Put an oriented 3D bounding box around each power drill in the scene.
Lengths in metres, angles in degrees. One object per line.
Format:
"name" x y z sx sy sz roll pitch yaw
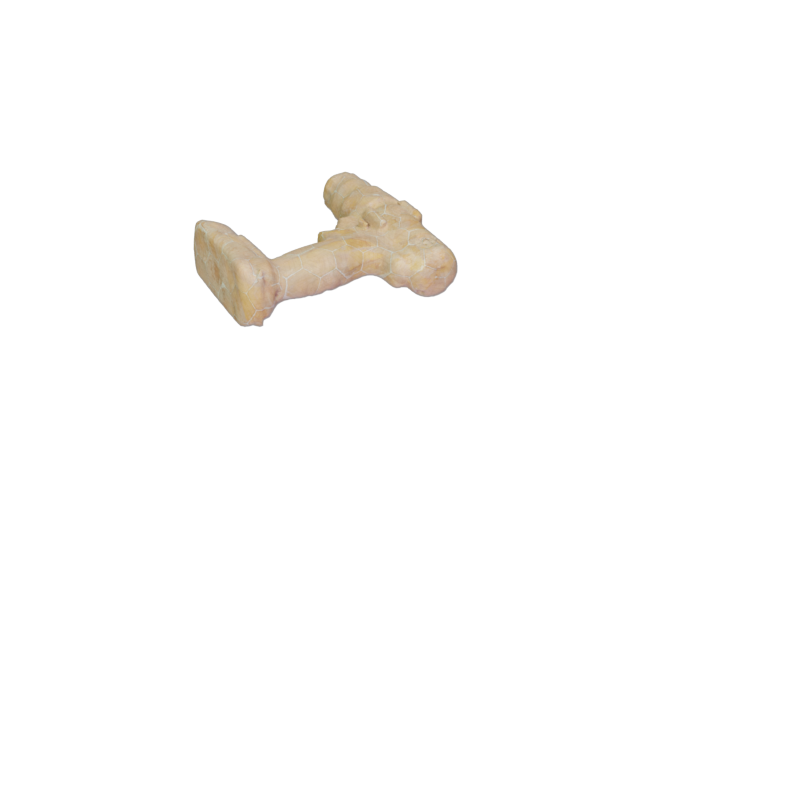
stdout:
"power drill" -0.072 -0.132 0.922 0.185 0.054 0.199 -17 37 -24
